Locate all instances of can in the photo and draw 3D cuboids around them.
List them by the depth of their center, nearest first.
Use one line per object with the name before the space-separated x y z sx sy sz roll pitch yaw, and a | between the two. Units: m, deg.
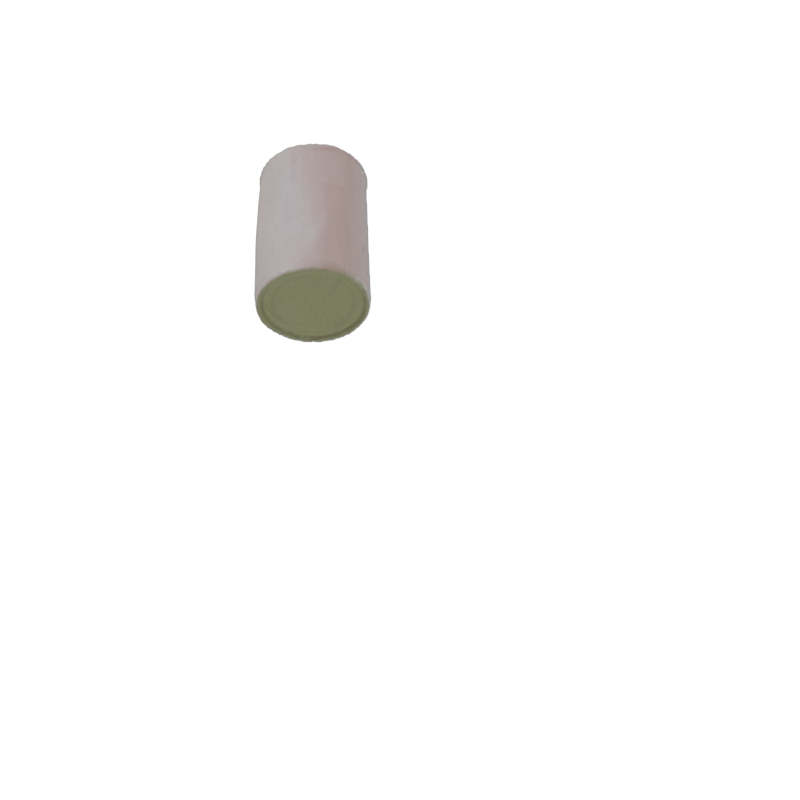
can | -0.052 -0.094 0.661 0.068 0.110 0.064 -1 -40 -3
